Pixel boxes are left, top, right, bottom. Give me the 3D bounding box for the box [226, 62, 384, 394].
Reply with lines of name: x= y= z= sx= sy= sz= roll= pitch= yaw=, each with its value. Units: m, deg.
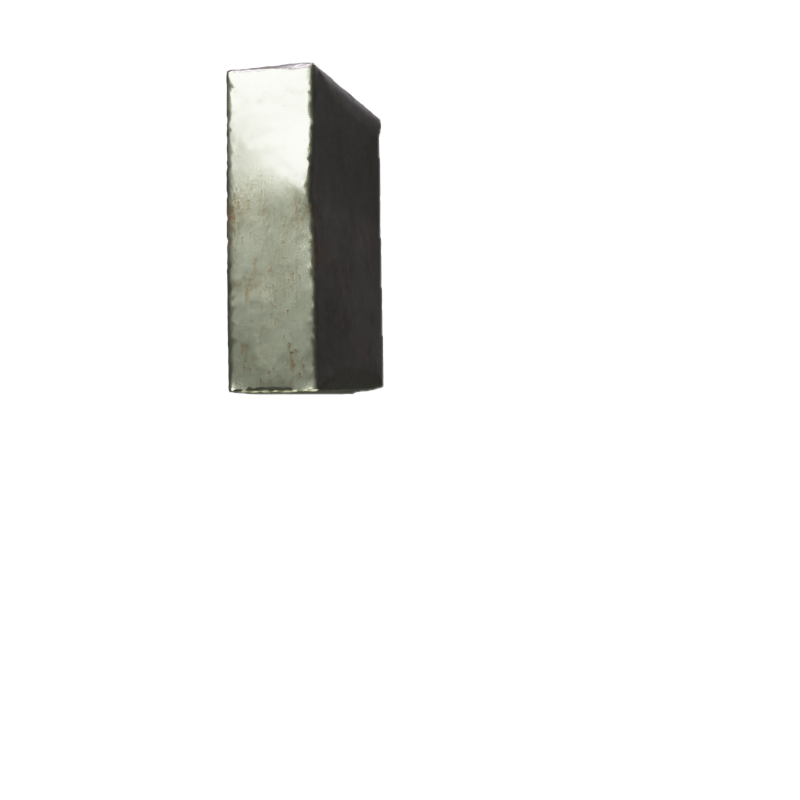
box: x=-0.061 y=-0.112 z=0.783 sx=0.073 sy=0.217 sz=0.159 roll=-2 pitch=-5 yaw=15
